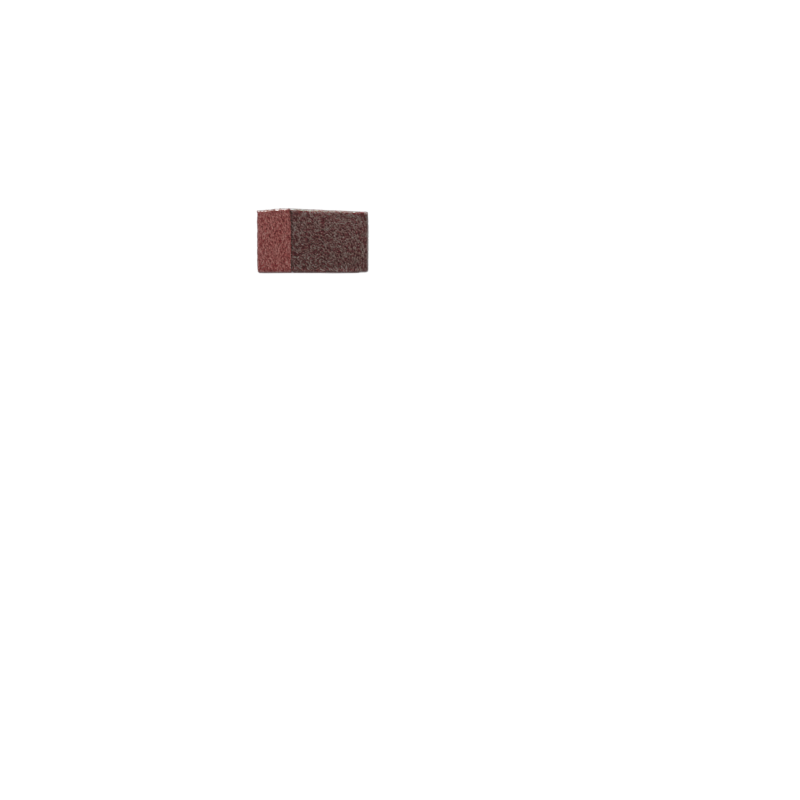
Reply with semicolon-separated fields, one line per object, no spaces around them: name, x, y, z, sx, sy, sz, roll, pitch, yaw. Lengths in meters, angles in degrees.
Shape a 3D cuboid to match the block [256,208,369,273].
block;-0.070;-0.128;0.899;0.075;0.051;0.055;-3;4;-37
